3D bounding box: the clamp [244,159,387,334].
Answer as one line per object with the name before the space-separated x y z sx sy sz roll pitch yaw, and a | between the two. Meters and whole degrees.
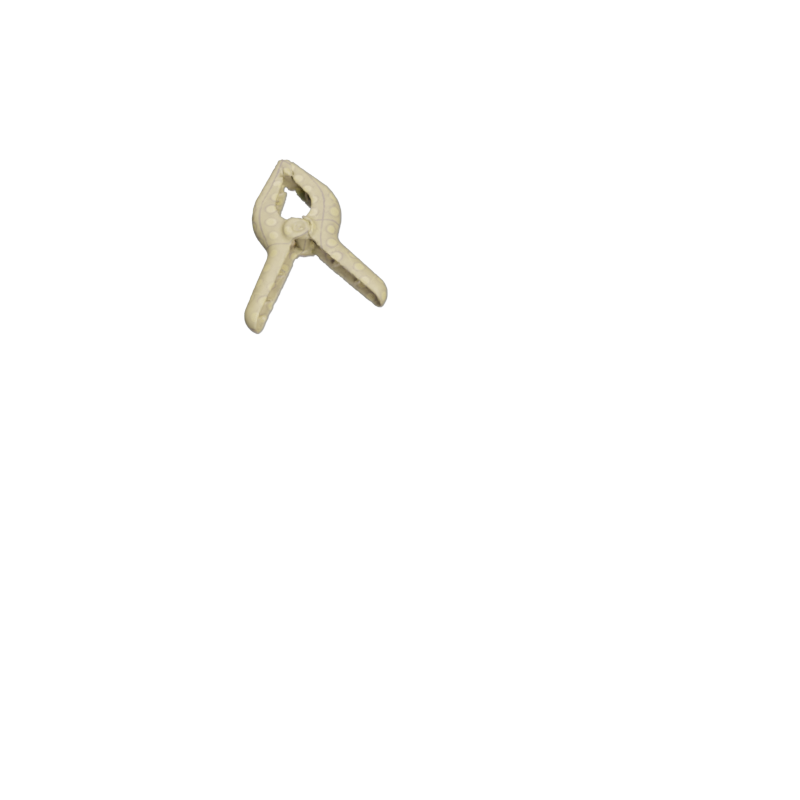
clamp | -0.075 -0.137 0.962 0.120 0.183 0.037 -3 -30 -2
